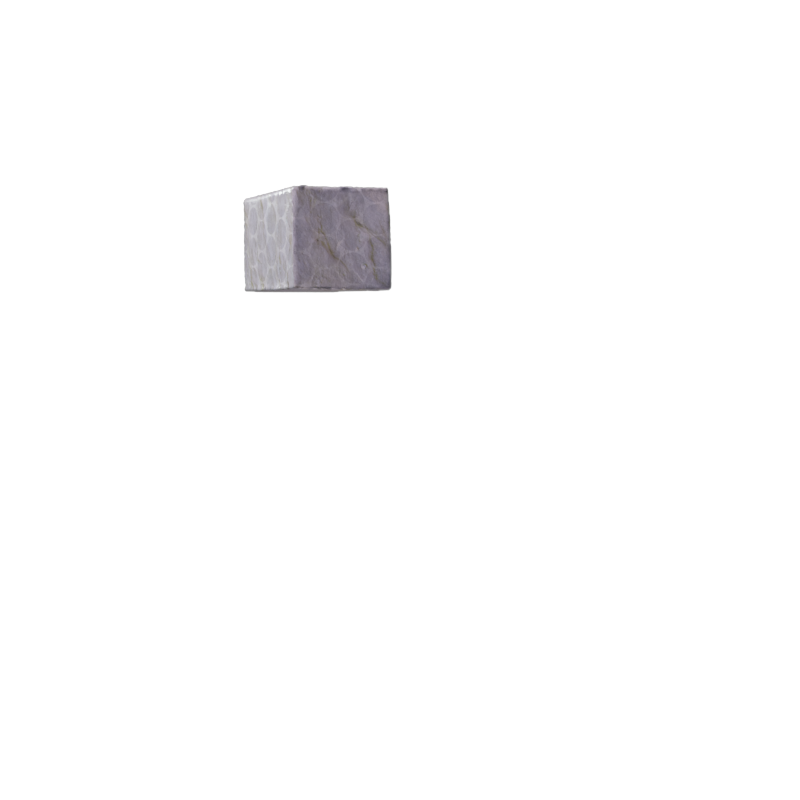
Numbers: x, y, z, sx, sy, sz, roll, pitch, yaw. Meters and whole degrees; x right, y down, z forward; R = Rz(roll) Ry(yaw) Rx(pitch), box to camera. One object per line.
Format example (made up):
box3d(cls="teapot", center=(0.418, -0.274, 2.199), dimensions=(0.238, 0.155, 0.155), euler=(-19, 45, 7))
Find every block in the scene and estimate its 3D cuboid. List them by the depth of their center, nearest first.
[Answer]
box3d(cls="block", center=(-0.045, -0.081, 0.570), dimensions=(0.051, 0.051, 0.080), euler=(-1, 3, -26))
